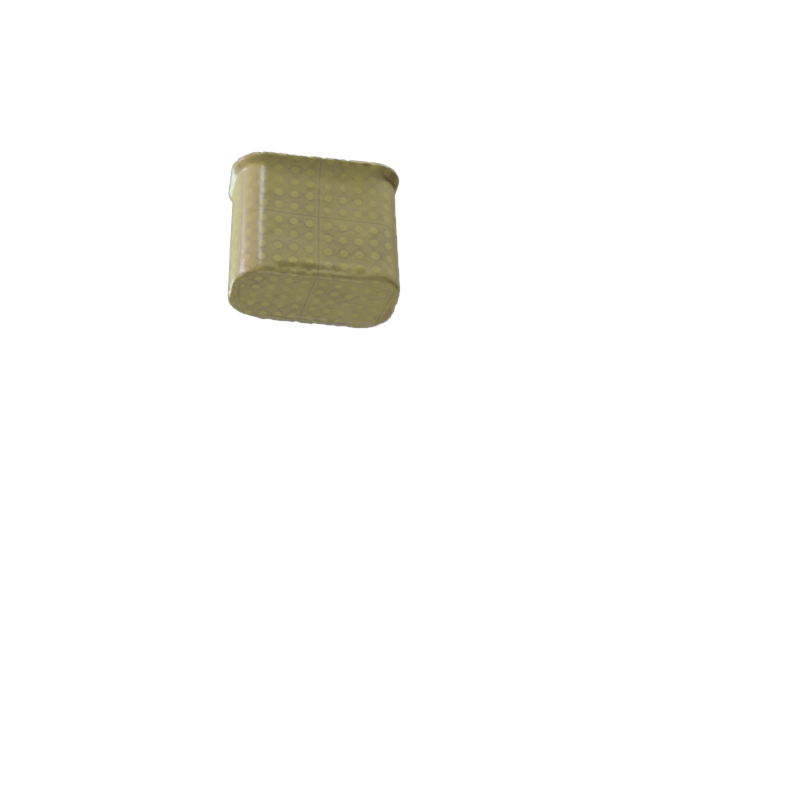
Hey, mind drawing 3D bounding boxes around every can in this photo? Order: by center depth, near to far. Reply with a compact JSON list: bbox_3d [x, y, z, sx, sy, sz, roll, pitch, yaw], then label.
[{"bbox_3d":[-0.051,-0.093,0.651,0.101,0.089,0.054,4,-33,-9],"label":"can"}]
